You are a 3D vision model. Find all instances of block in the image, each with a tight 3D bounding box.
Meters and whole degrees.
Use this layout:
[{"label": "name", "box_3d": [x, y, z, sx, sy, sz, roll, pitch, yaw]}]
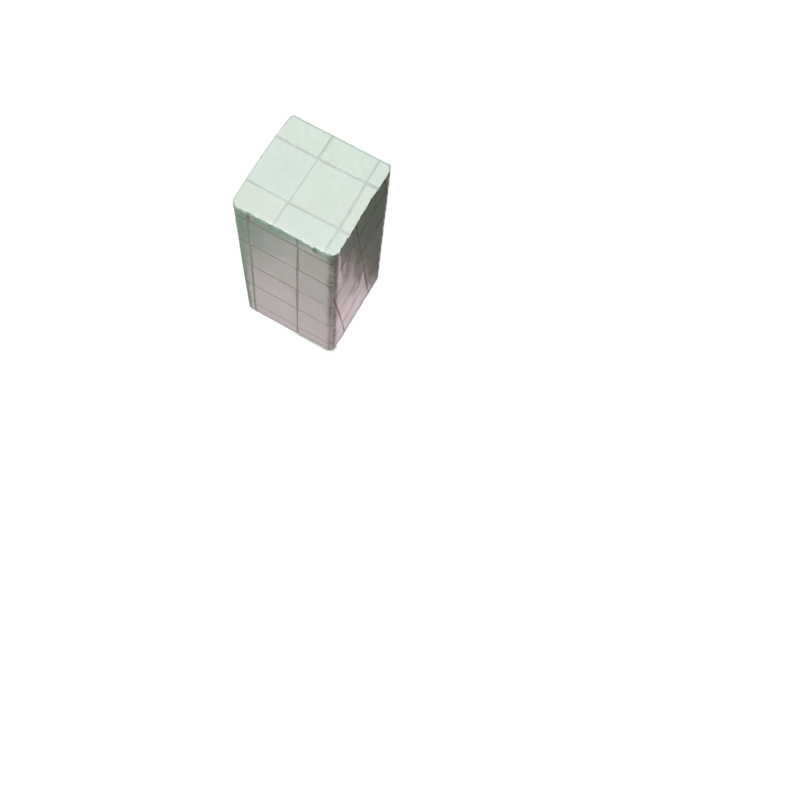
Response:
[{"label": "block", "box_3d": [-0.072, -0.129, 0.908, 0.093, 0.092, 0.197, 29, -18, 6]}]
